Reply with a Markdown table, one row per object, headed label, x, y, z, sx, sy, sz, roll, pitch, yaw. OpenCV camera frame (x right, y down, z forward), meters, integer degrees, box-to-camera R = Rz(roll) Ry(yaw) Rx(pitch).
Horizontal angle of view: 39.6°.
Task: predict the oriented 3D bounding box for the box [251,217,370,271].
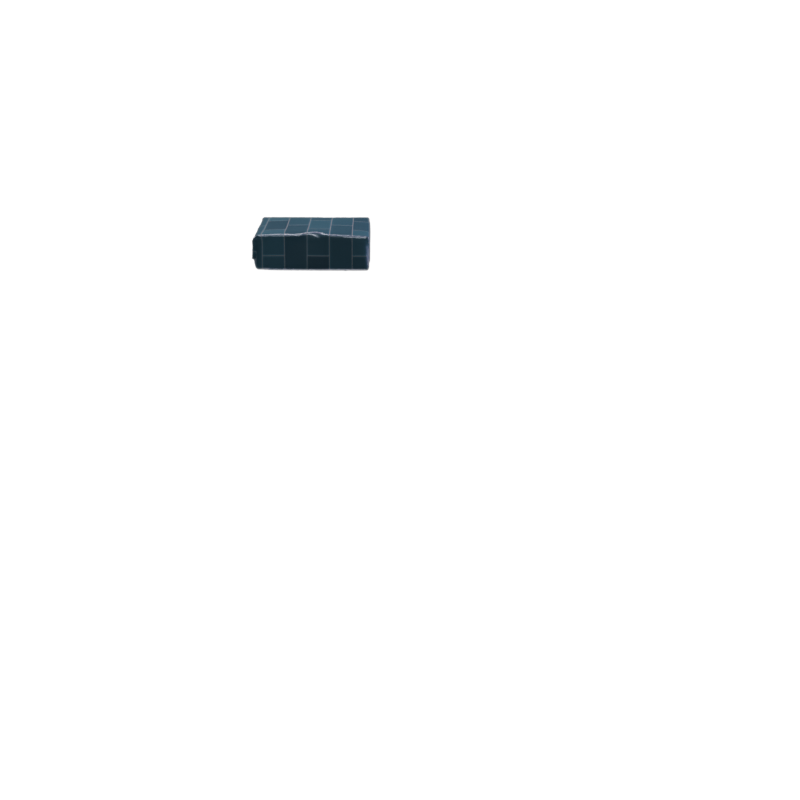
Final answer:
| label | x | y | z | sx | sy | sz | roll | pitch | yaw |
| --- | --- | --- | --- | --- | --- | --- | --- | --- | --- |
| box | -0.068 | -0.124 | 0.867 | 0.089 | 0.029 | 0.076 | 1 | 19 | 1 |
